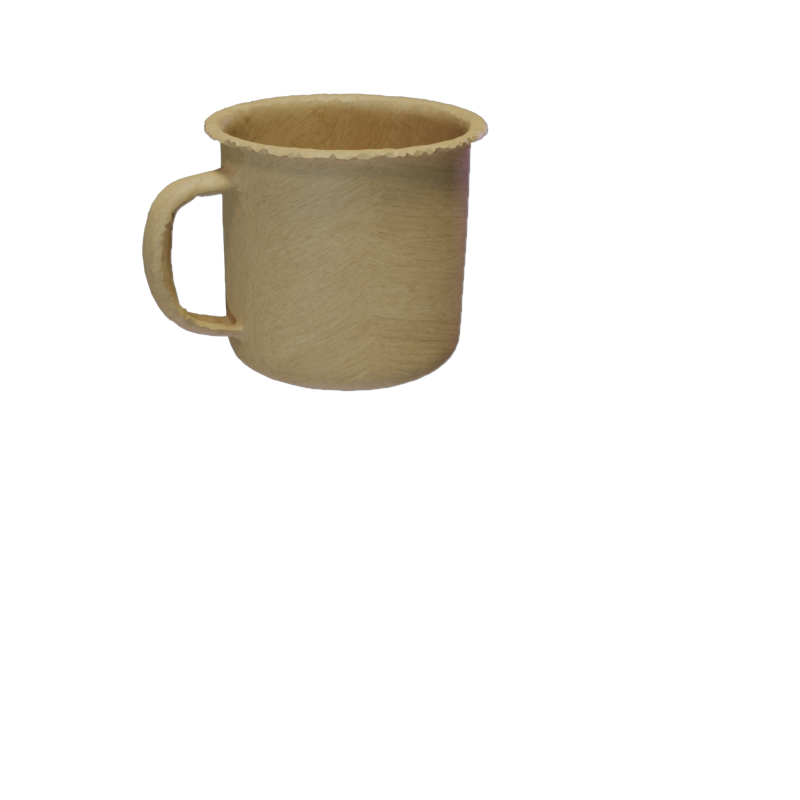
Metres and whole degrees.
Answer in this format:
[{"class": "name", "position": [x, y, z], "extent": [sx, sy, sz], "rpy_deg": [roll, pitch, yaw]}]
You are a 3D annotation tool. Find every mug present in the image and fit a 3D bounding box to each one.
[{"class": "mug", "position": [-0.029, -0.053, 0.371], "extent": [0.115, 0.078, 0.100], "rpy_deg": [-13, 27, -29]}]
